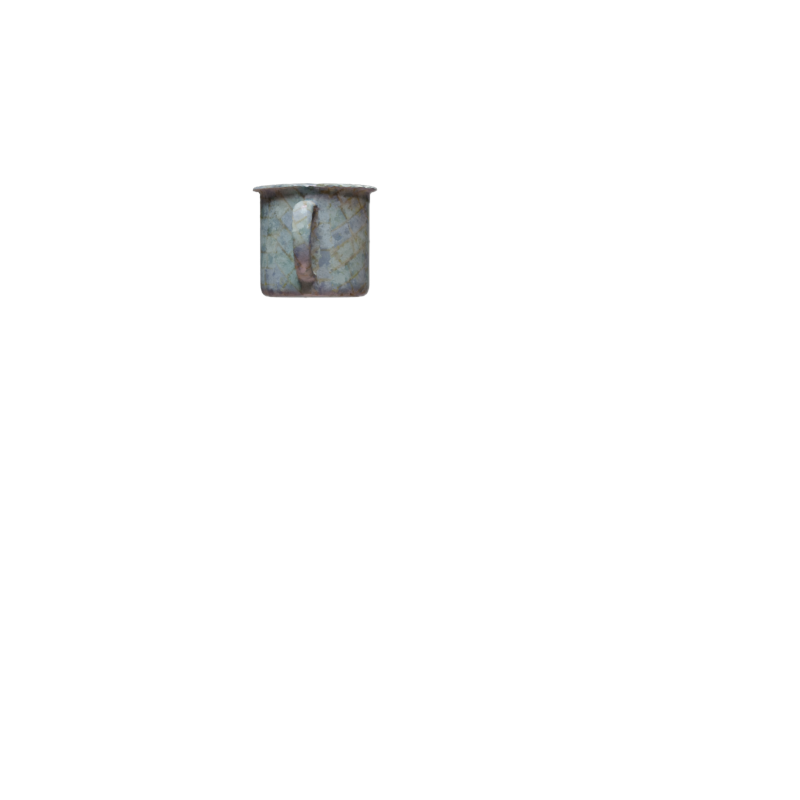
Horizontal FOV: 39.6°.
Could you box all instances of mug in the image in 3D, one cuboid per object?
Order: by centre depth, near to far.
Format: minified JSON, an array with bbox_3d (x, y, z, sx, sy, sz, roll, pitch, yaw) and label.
[{"bbox_3d":[-0.064,-0.116,0.815,0.094,0.081,0.117,0,4,2],"label":"mug"}]
